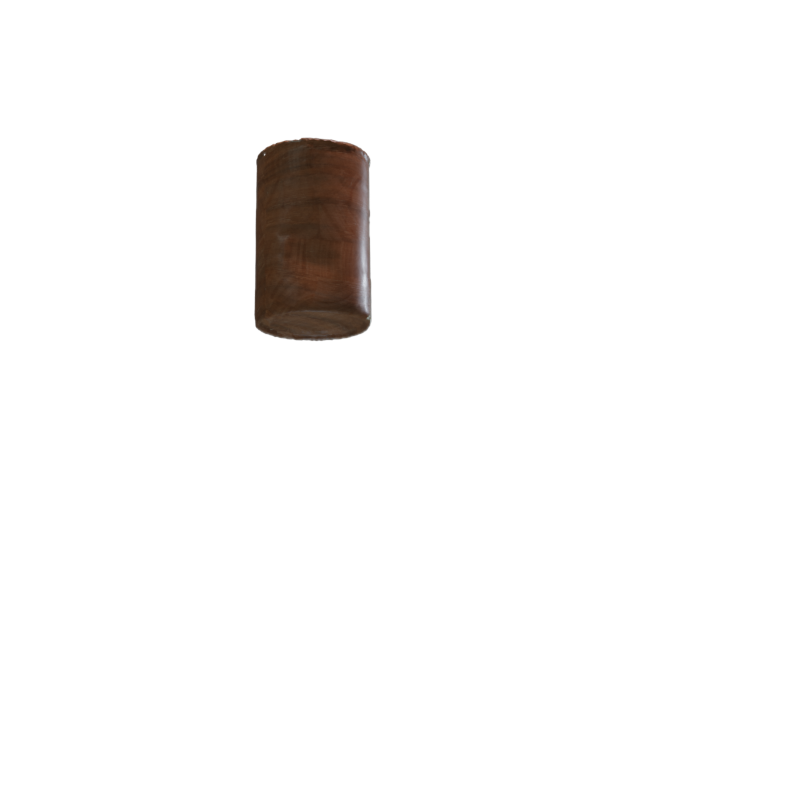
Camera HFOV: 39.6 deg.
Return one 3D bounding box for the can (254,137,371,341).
[{"bbox_3d":[-0.050,-0.091,0.641,0.068,0.107,0.066,0,-17,-2],"label":"can"}]
